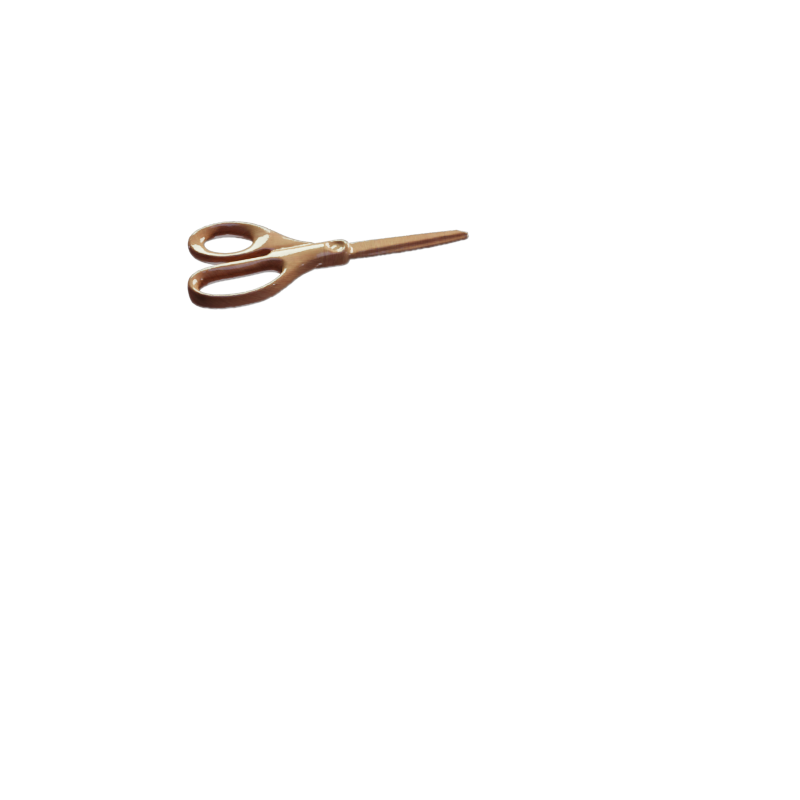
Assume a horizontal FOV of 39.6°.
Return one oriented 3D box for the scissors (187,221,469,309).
[{"bbox_3d":[-0.061,-0.112,0.782,0.200,0.015,0.104,-21,45,-23],"label":"scissors"}]
